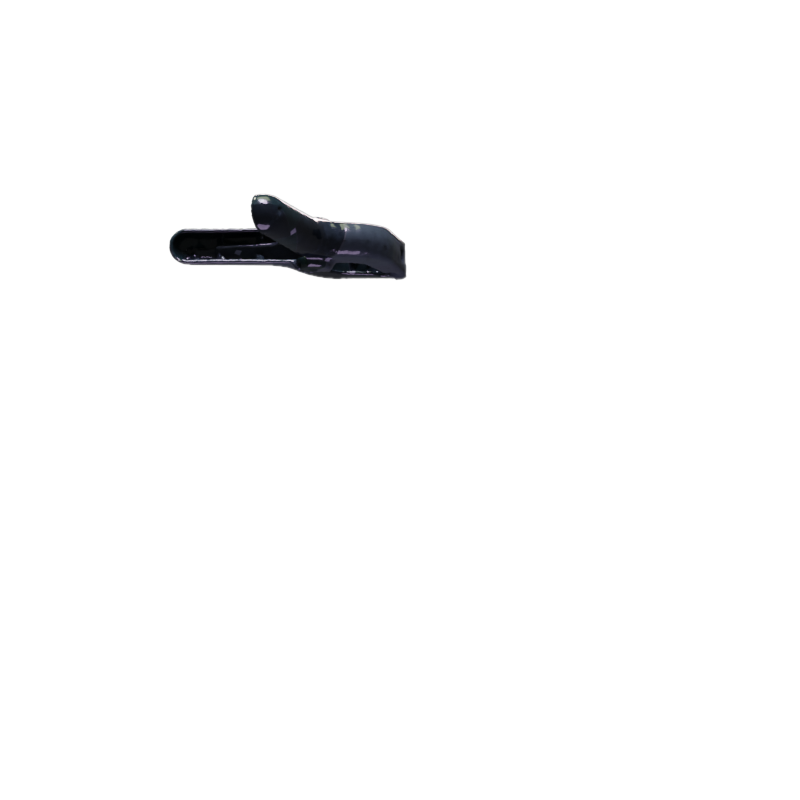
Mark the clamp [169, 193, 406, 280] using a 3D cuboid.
[{"bbox_3d":[-0.059,-0.108,0.759,0.166,0.040,0.123,0,-1,-28],"label":"clamp"}]
